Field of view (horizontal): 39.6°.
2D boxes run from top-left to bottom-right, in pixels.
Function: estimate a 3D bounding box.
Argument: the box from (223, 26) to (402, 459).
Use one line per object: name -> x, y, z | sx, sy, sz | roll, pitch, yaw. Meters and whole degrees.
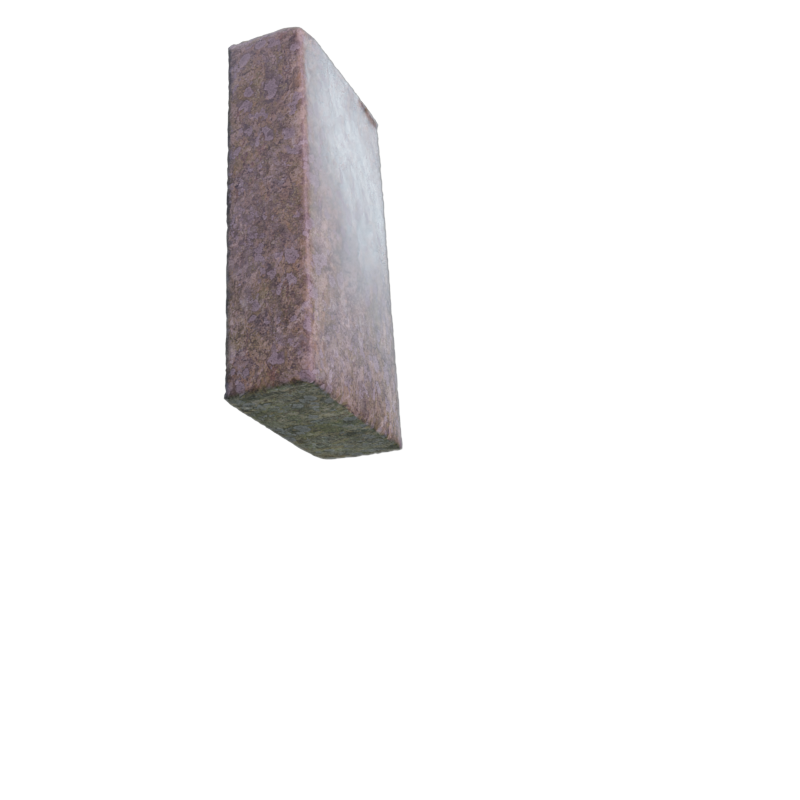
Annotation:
box -> -0.039, -0.071, 0.496 | 0.049, 0.187, 0.087 | -13, -28, 20
